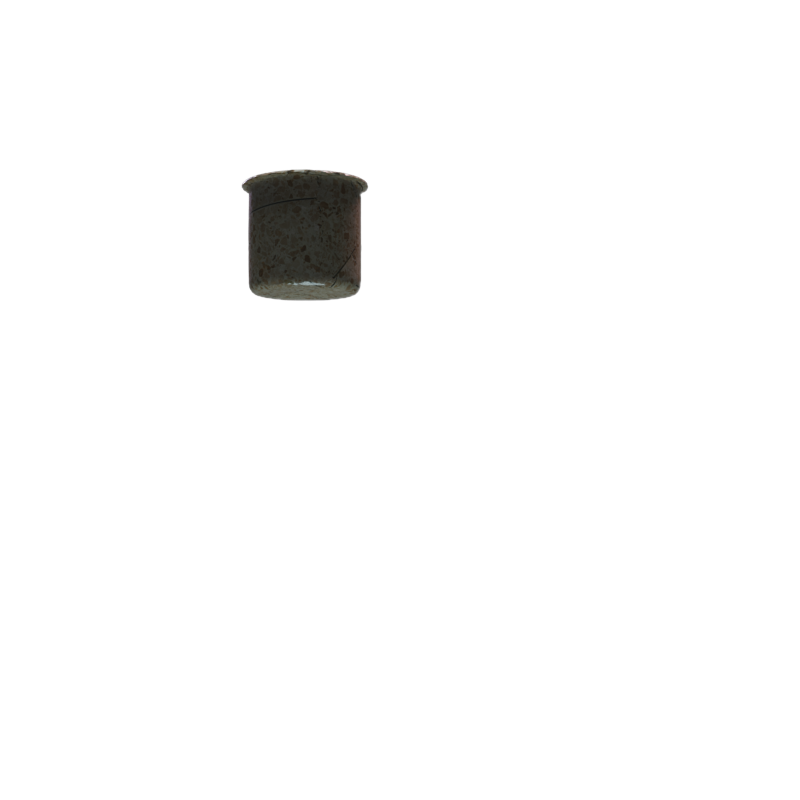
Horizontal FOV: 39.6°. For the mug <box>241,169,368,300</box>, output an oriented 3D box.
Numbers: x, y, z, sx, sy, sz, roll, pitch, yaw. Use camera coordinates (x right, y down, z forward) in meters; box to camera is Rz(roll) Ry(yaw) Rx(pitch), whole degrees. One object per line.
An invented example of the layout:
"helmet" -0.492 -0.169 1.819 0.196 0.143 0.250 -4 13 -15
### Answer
"mug" -0.064 -0.117 0.818 0.096 0.083 0.112 -4 -7 28
